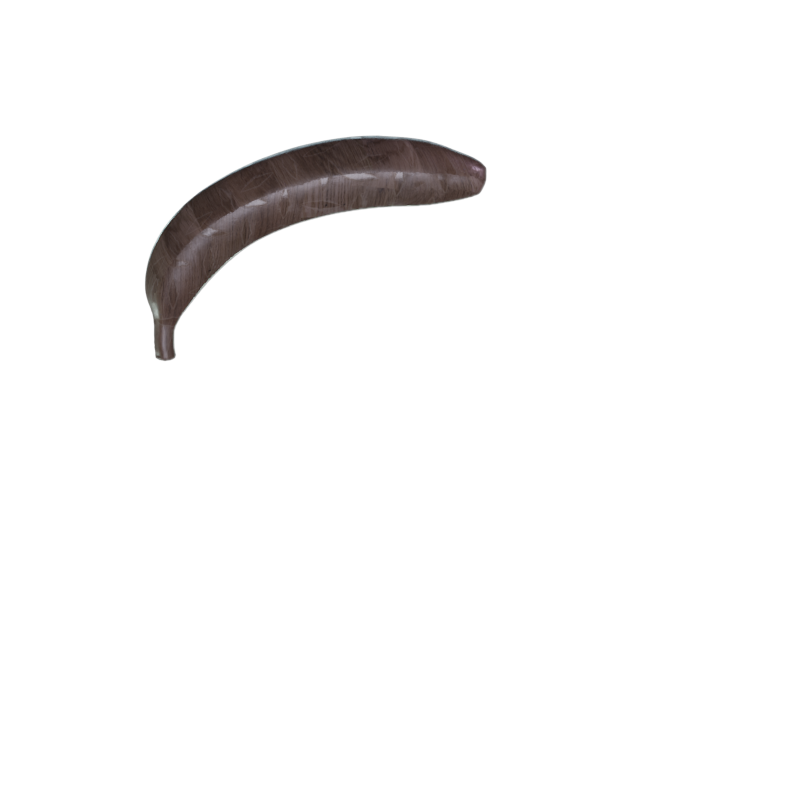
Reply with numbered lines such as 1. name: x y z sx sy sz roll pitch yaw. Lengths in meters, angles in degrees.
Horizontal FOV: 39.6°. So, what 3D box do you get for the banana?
1. banana: -0.057 -0.093 0.564 0.198 0.066 0.039 -26 26 13
